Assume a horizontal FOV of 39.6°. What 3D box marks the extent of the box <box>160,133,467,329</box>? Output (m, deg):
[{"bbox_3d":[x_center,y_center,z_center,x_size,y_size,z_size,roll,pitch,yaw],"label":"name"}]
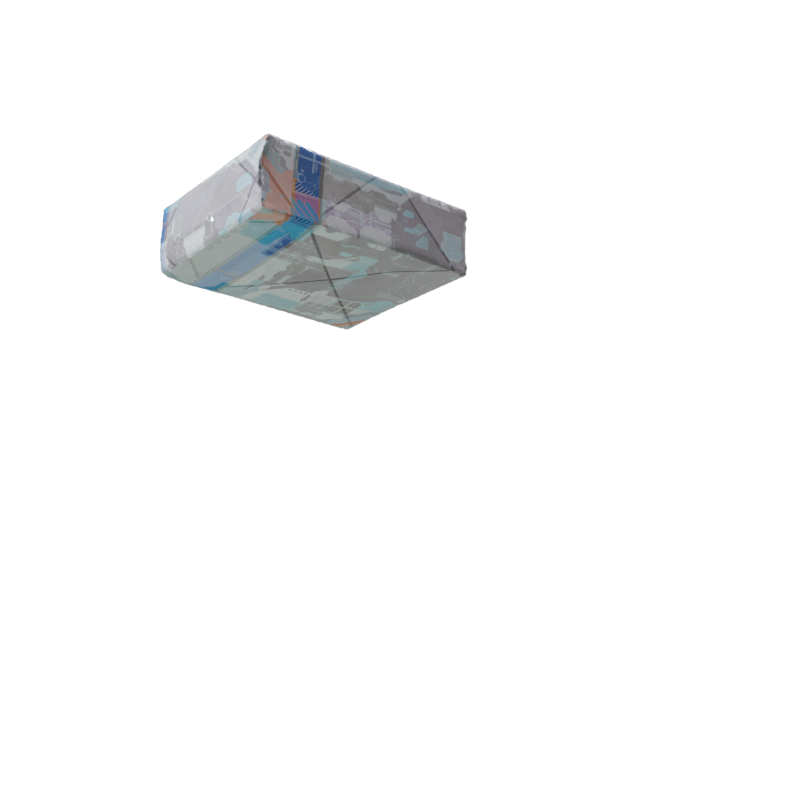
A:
[{"bbox_3d":[-0.040,-0.072,0.505,0.108,0.041,0.090,14,-23,-35],"label":"box"}]
